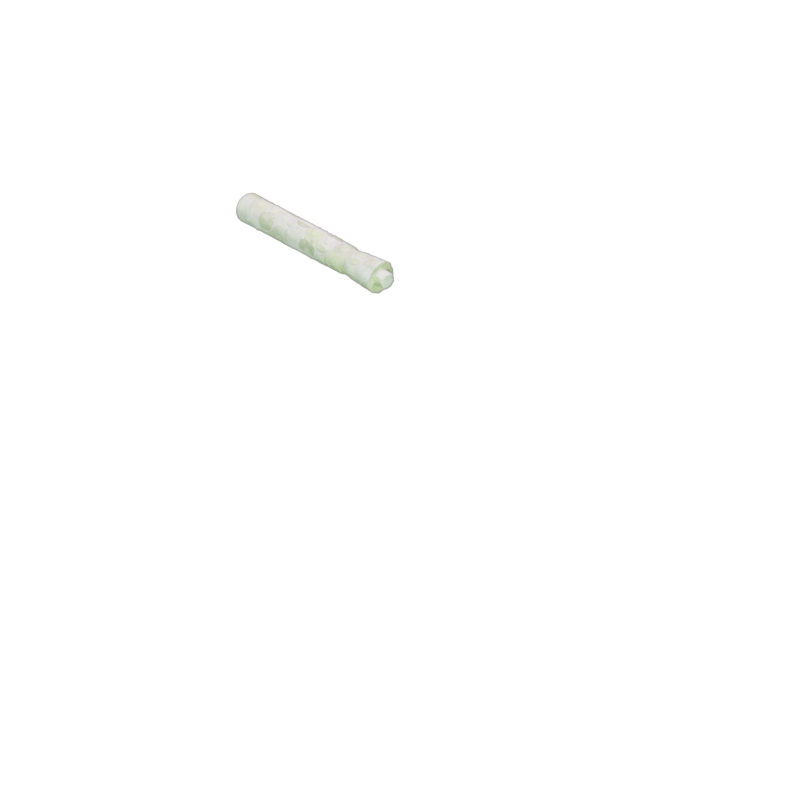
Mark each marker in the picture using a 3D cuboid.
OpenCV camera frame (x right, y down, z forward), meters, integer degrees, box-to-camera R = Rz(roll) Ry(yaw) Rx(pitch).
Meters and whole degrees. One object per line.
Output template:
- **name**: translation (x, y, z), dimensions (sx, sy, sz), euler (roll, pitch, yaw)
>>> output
- **marker**: translation (-0.049, -0.089, 0.627), dimensions (0.019, 0.019, 0.129), euler (-3, 27, -45)
